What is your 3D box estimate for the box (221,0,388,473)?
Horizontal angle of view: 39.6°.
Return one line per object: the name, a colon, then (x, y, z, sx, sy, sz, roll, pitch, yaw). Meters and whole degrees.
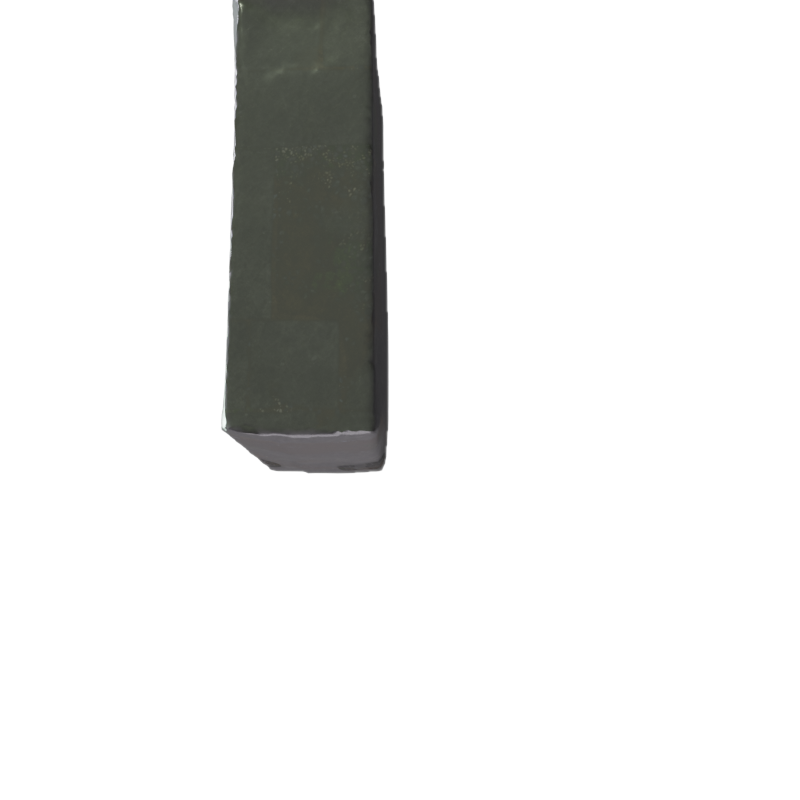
box: (-0.043, -0.079, 0.550, 0.072, 0.222, 0.158, -1, -13, 1)
